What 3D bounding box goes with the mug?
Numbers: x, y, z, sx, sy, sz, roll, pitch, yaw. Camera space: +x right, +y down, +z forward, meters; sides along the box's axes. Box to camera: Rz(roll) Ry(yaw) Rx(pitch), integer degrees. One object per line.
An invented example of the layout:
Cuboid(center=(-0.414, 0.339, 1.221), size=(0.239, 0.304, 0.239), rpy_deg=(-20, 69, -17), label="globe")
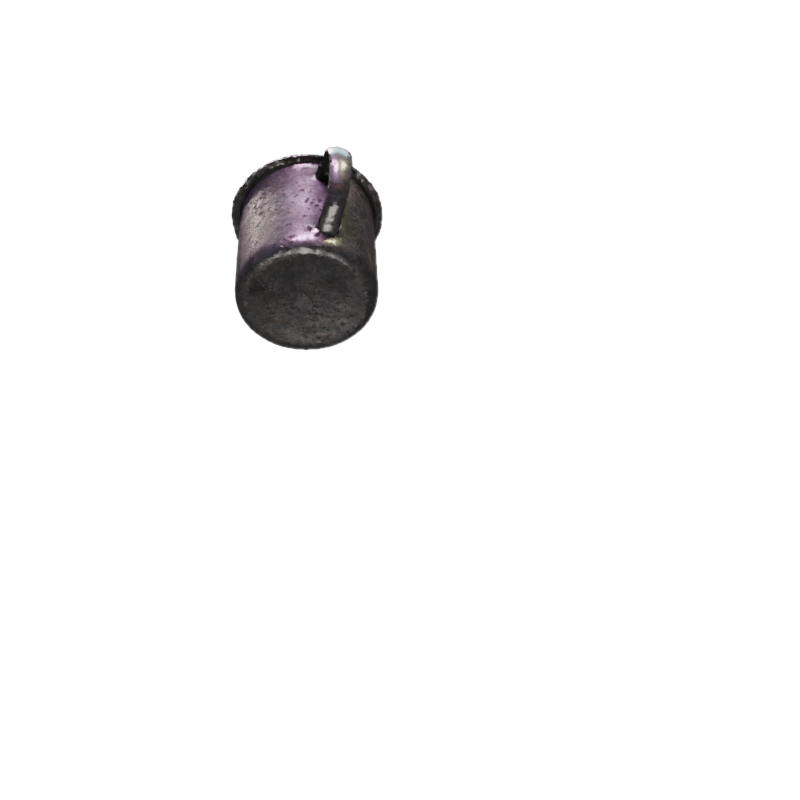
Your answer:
Cuboid(center=(-0.051, -0.092, 0.645), size=(0.091, 0.112, 0.087), rpy_deg=(15, 39, -15), label="mug")
